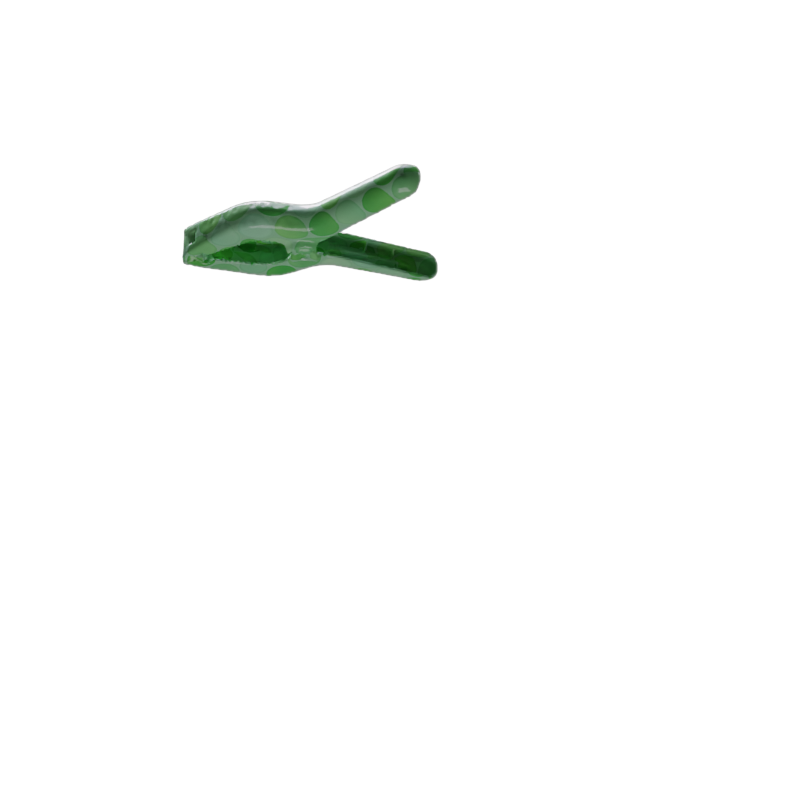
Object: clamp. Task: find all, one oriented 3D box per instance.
[{"bbox_3d":[-0.070,-0.129,0.900,0.213,0.038,0.153,-6,-23,14],"label":"clamp"}]
